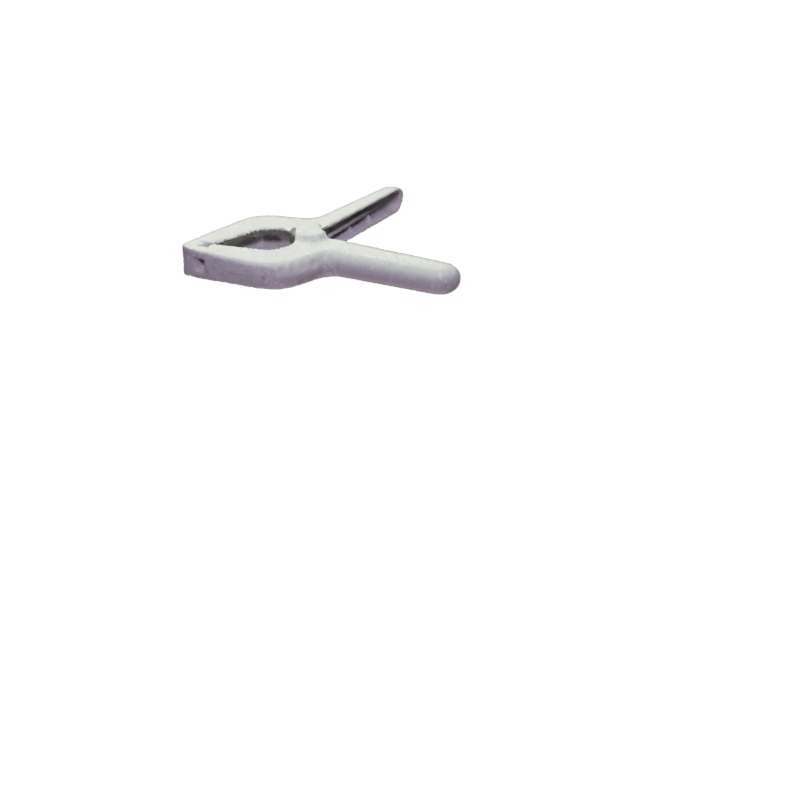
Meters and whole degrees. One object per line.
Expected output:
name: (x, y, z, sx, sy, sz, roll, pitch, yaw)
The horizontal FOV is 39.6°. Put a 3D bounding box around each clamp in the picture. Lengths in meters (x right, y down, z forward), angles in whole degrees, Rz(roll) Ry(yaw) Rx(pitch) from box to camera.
clamp: (-0.070, -0.128, 0.899, 0.208, 0.034, 0.176, -4, 32, -6)
